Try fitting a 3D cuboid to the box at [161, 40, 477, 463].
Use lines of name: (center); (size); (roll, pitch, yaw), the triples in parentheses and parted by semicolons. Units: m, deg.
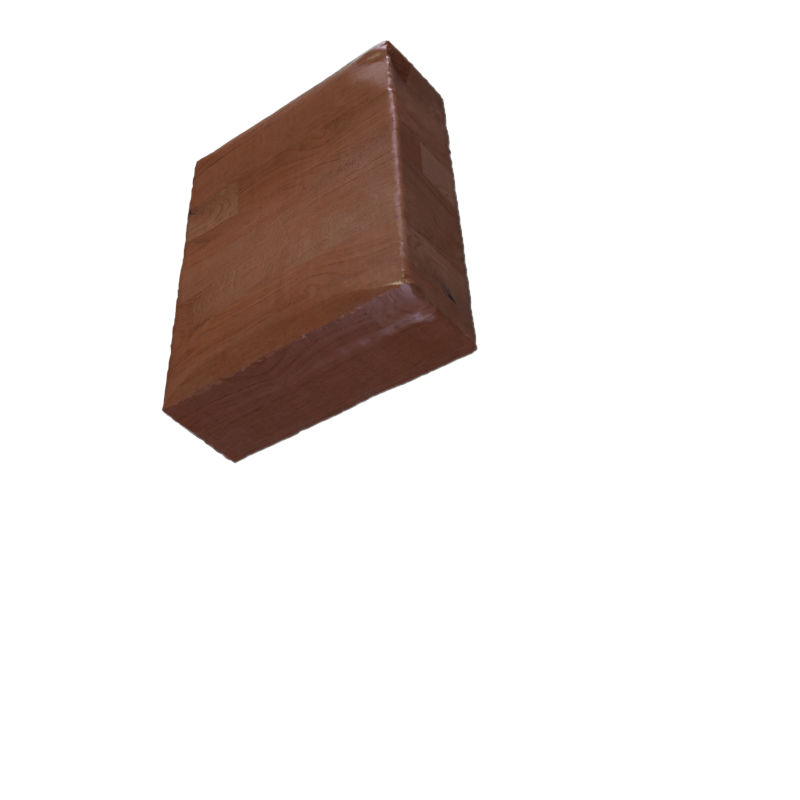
box: (-0.051, -0.093, 0.650); (0.164, 0.230, 0.067); (-26, -47, 24)
